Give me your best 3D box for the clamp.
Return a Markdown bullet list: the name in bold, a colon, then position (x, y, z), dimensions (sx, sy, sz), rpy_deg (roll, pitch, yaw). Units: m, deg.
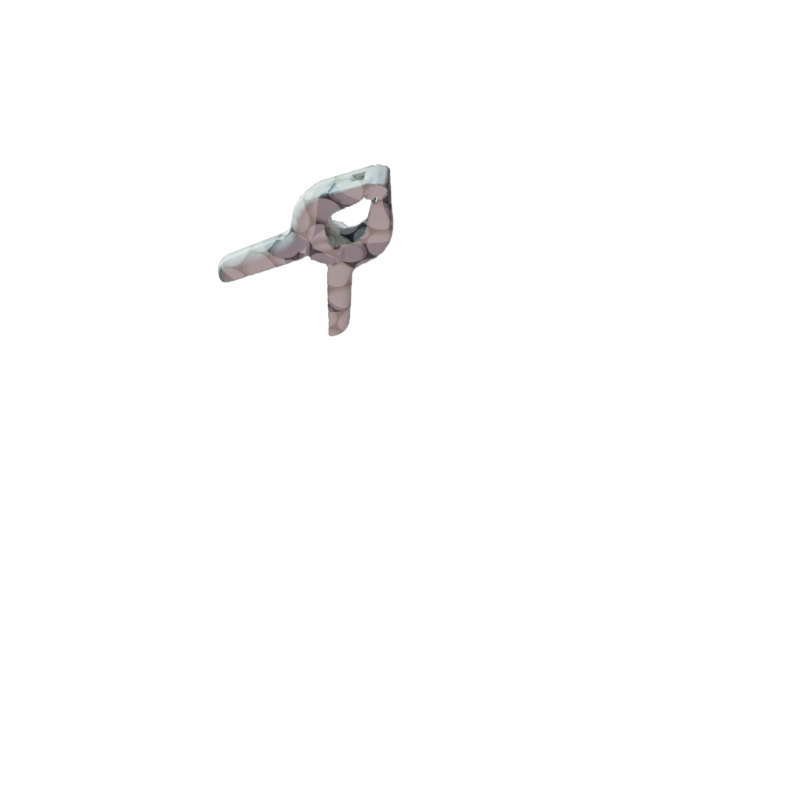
- **clamp**: position (-0.069, -0.126, 0.881), dimensions (0.117, 0.042, 0.165), rpy_deg (18, -49, -17)
